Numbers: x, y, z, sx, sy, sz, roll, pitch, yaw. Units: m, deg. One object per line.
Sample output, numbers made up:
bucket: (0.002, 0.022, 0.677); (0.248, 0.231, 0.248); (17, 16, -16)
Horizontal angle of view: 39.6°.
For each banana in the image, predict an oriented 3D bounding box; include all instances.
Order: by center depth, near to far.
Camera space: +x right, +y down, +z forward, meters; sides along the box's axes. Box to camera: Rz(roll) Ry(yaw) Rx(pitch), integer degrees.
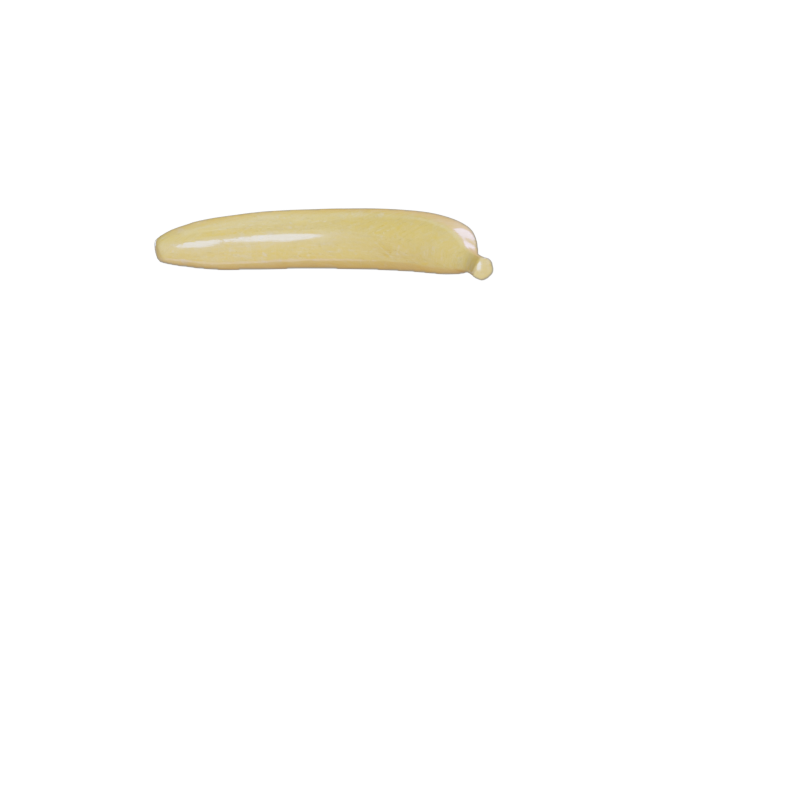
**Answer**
banana: (-0.040, -0.092, 0.639); (0.203, 0.036, 0.069); (3, 10, 18)
